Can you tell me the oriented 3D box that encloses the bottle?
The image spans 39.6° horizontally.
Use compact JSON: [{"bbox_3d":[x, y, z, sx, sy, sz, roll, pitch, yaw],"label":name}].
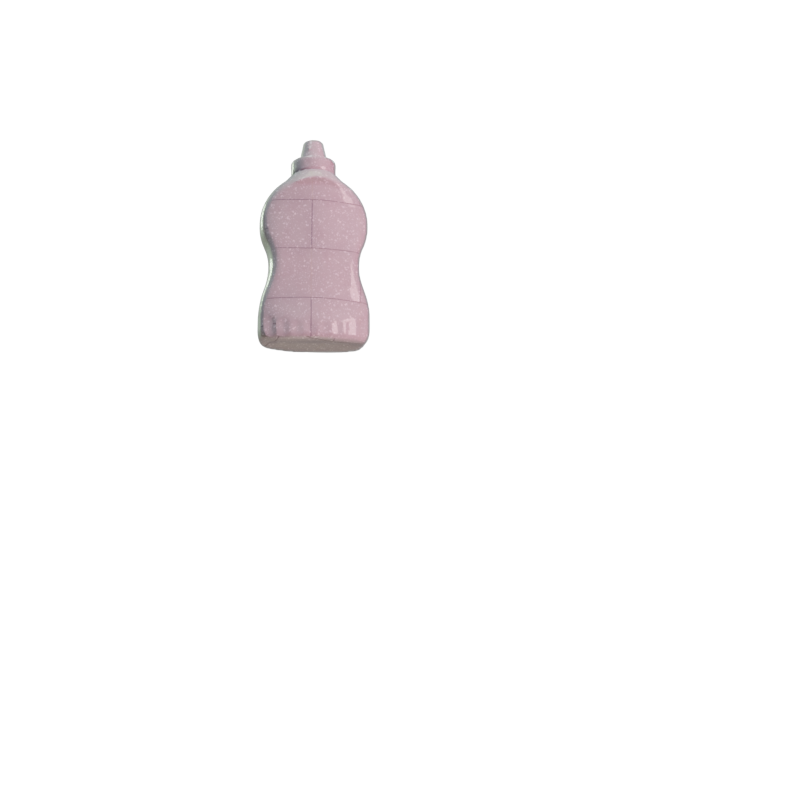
[{"bbox_3d":[-0.077,-0.141,0.986,0.095,0.200,0.056,1,-18,-7],"label":"bottle"}]
